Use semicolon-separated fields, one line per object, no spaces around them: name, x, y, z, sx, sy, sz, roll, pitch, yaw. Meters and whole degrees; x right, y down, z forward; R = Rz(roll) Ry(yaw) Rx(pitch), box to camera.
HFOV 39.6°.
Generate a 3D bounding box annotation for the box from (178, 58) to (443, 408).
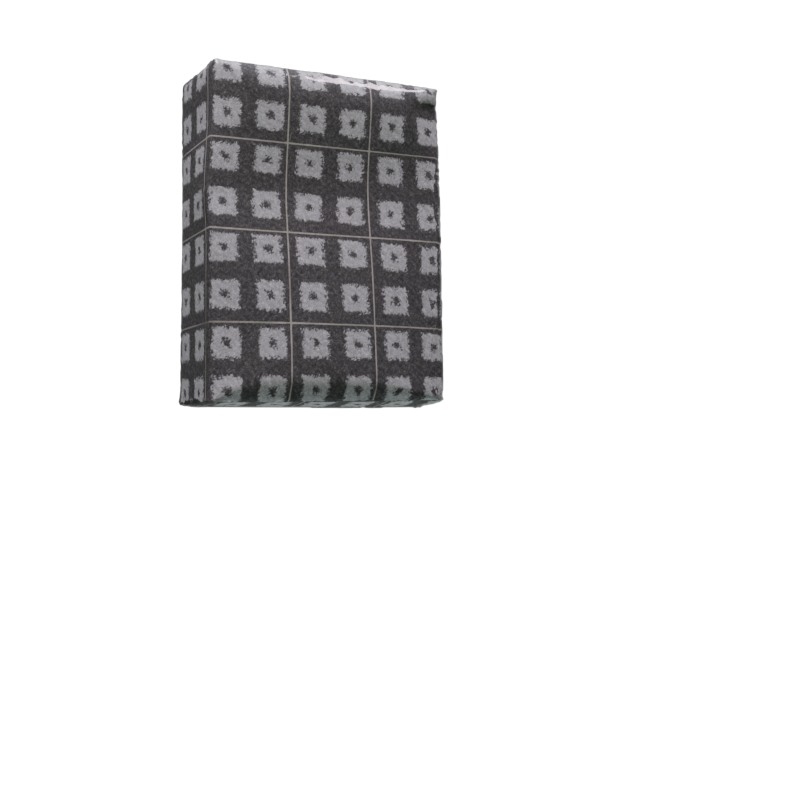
box;-0.056;-0.103;0.721;0.159;0.218;0.073;2;-9;-25
